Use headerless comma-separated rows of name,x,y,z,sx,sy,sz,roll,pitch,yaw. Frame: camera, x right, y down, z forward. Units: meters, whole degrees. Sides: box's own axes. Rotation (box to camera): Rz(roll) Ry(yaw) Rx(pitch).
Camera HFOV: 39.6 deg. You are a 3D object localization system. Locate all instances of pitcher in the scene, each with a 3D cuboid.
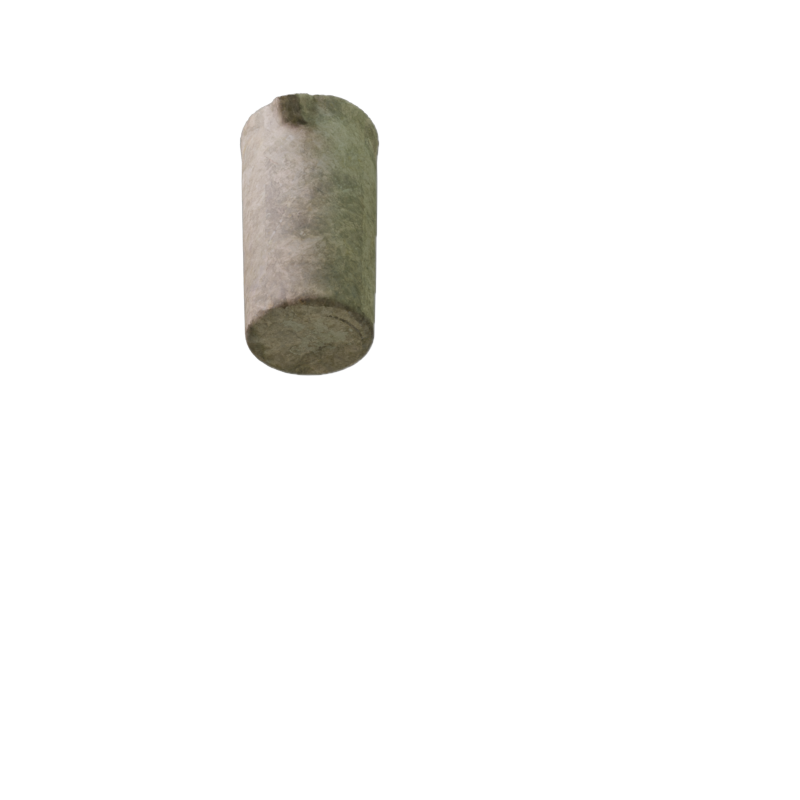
pitcher,-0.078,-0.142,0.998,0.142,0.260,0.142,20,-42,-28
